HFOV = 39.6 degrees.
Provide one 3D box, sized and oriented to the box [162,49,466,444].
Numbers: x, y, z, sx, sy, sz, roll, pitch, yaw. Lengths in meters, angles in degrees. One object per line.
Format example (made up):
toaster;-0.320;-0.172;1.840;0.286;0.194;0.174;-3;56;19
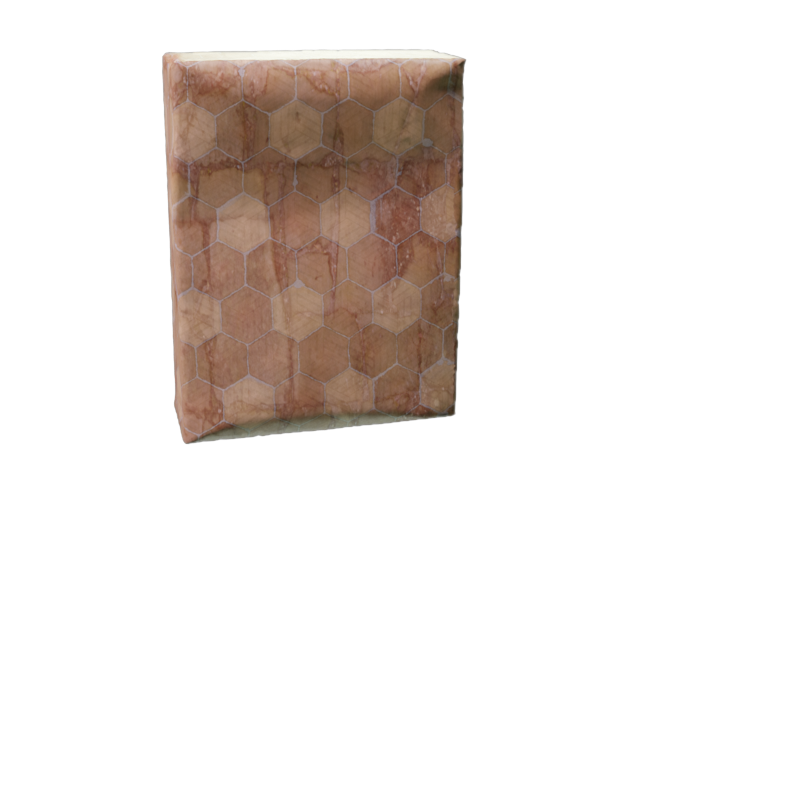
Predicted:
box;-0.050;-0.091;0.635;0.162;0.207;0.075;-3;15;-13
